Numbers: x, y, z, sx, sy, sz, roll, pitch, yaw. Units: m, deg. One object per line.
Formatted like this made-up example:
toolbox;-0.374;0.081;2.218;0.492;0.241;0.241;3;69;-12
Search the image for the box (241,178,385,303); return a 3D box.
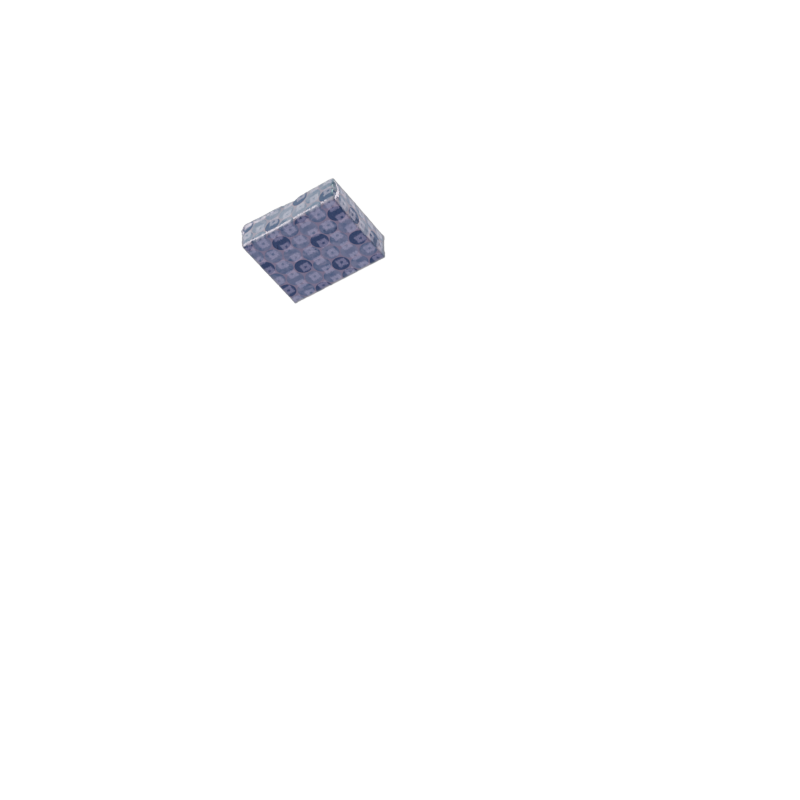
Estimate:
box;-0.068;-0.124;0.866;0.089;0.032;0.068;-25;-50;23
